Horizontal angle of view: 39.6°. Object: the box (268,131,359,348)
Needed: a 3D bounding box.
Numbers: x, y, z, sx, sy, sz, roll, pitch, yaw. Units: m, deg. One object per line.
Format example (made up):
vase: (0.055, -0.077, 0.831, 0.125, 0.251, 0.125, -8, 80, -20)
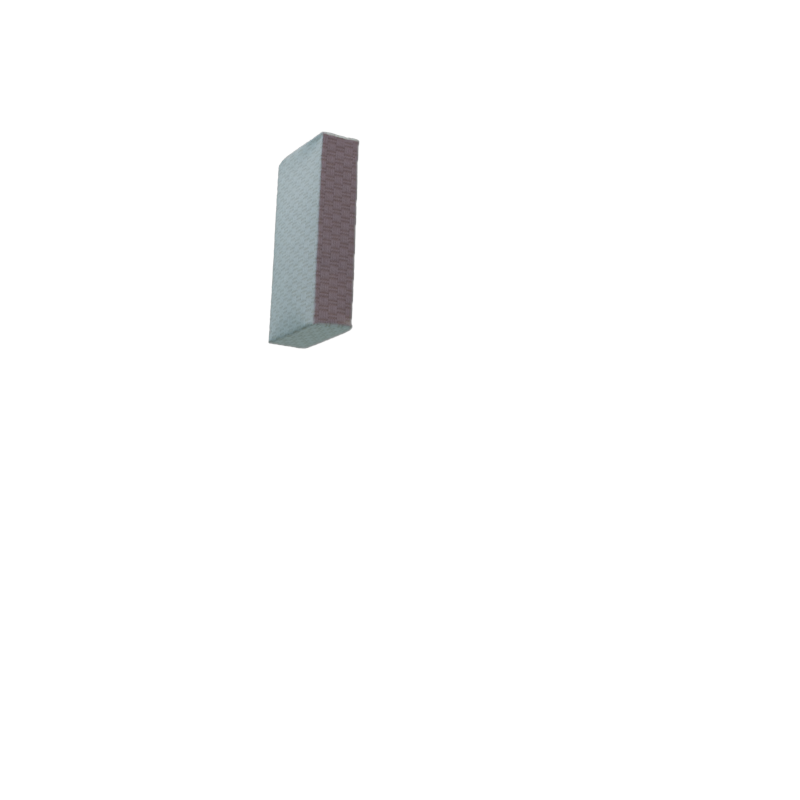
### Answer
box: (-0.078, -0.142, 0.991, 0.046, 0.183, 0.094, 8, -18, -30)
